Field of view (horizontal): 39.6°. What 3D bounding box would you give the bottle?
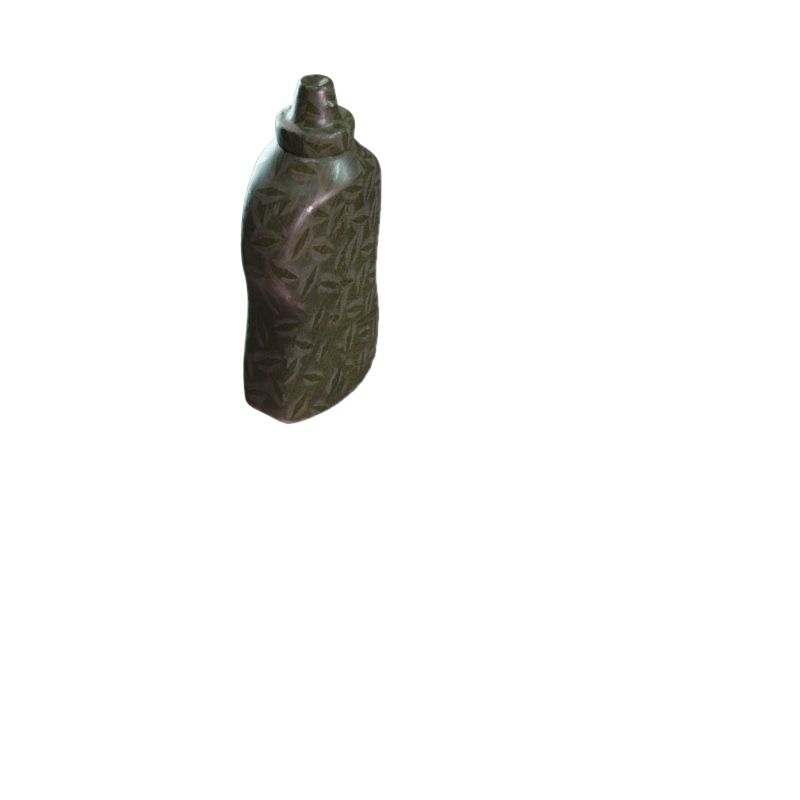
[{"bbox_3d":[-0.047,-0.086,0.604,0.062,0.179,0.097,24,41,27],"label":"bottle"}]
